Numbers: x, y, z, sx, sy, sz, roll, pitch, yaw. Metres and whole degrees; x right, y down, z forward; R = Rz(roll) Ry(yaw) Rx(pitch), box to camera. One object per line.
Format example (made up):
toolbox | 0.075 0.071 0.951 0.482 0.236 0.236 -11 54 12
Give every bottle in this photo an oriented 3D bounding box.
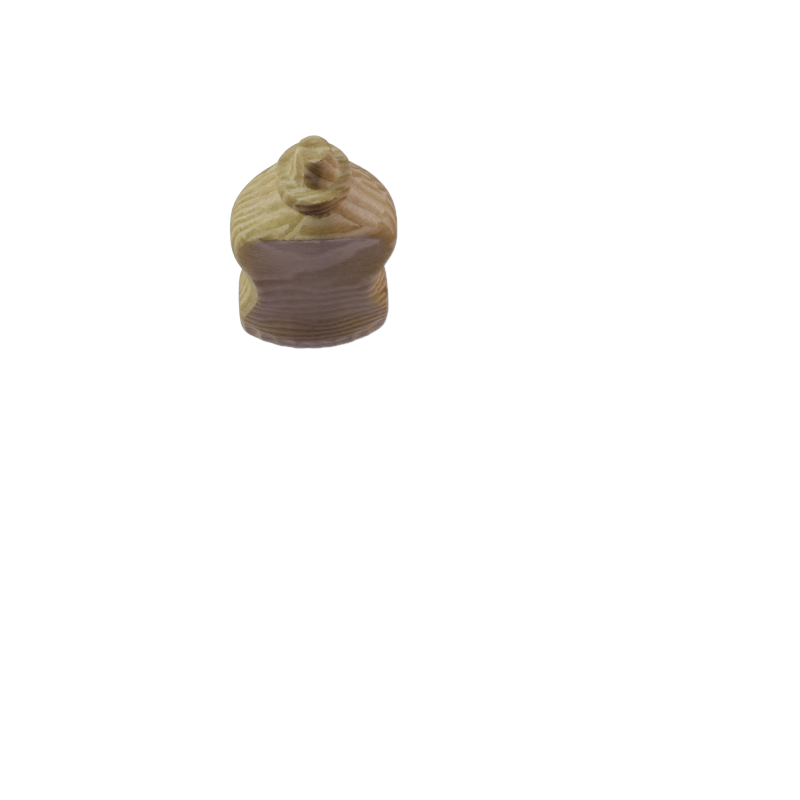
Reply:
bottle | -0.051 -0.093 0.651 0.096 0.062 0.181 0 -23 -4
